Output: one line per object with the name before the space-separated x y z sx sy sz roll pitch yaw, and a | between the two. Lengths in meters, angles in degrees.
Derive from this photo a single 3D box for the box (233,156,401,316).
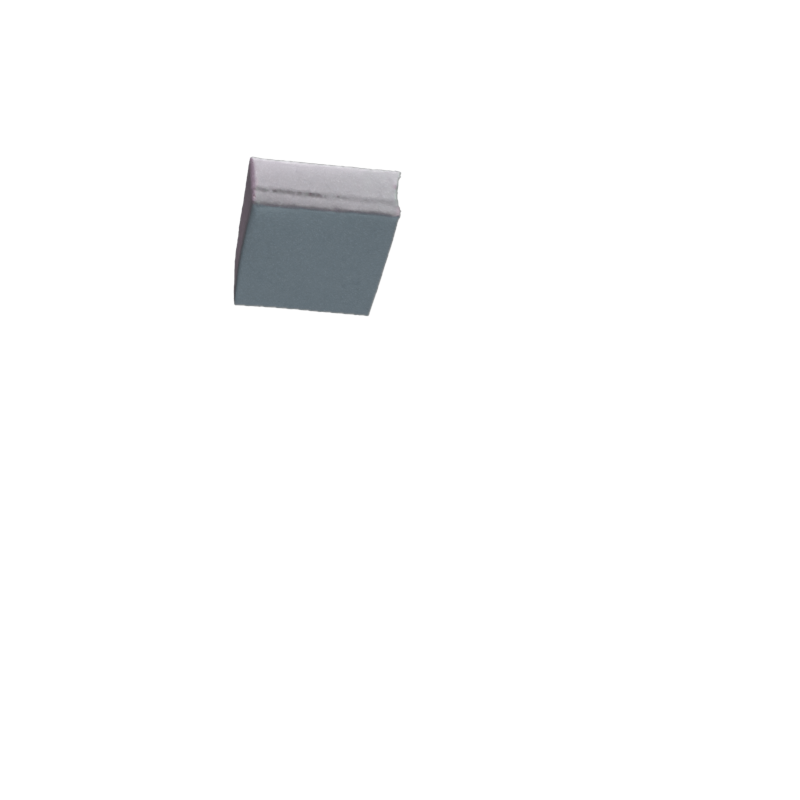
box | -0.053 -0.097 0.677 0.089 0.041 0.108 5 -29 -9
